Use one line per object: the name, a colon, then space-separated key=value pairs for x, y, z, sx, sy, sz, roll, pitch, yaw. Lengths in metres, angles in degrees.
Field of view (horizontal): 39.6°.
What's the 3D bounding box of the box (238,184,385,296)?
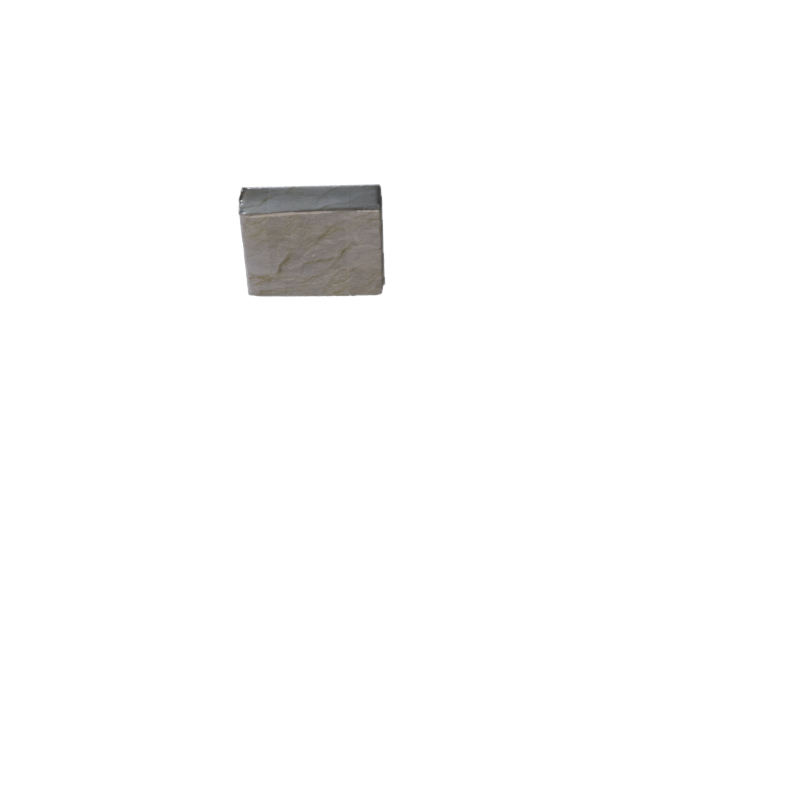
box: x=-0.069 y=-0.126 z=0.886 sx=0.114 sy=0.084 sz=0.042 roll=-1 pitch=42 yaw=1
